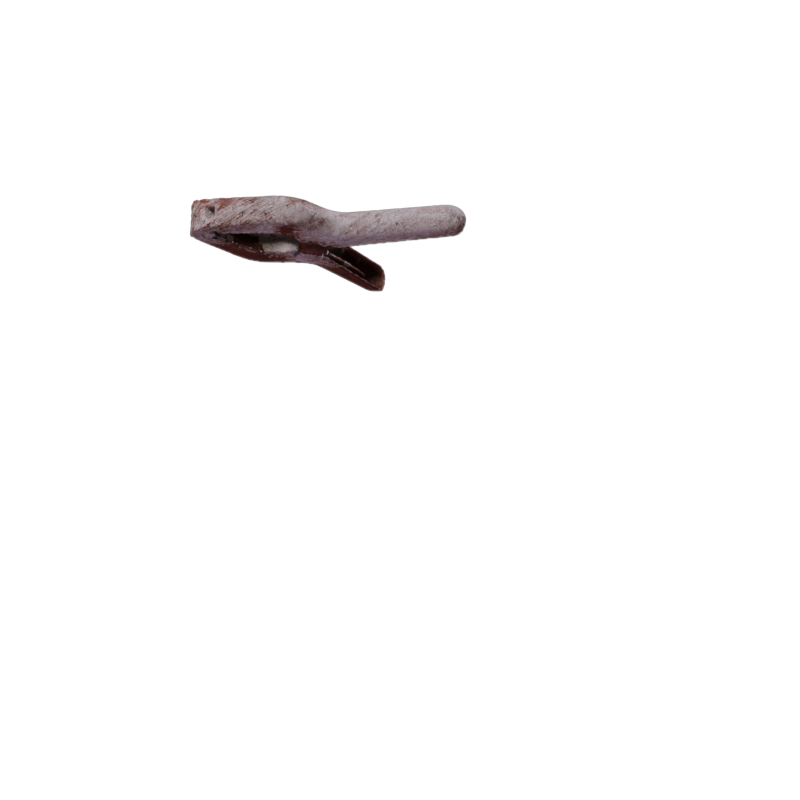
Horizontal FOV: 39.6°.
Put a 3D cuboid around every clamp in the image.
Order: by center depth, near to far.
[{"bbox_3d":[-0.072,-0.131,0.915,0.205,0.038,0.161,4,-16,-15],"label":"clamp"}]
